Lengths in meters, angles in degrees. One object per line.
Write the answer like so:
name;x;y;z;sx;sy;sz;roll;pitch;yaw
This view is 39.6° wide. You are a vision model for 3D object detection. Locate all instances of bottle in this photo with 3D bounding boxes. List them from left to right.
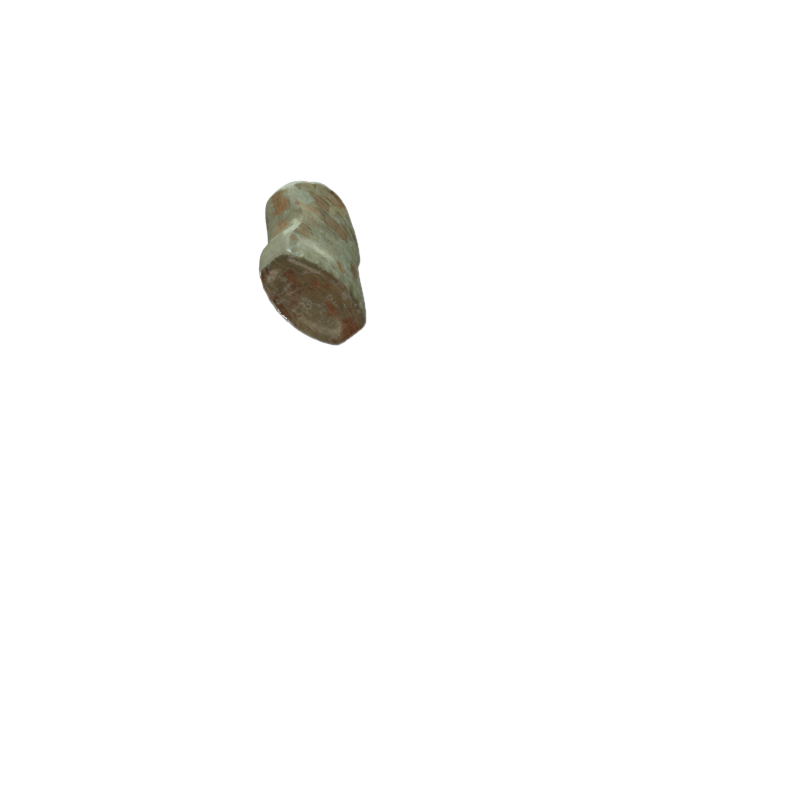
bottle;-0.074;-0.133;0.937;0.091;0.058;0.205;39;24;-26
